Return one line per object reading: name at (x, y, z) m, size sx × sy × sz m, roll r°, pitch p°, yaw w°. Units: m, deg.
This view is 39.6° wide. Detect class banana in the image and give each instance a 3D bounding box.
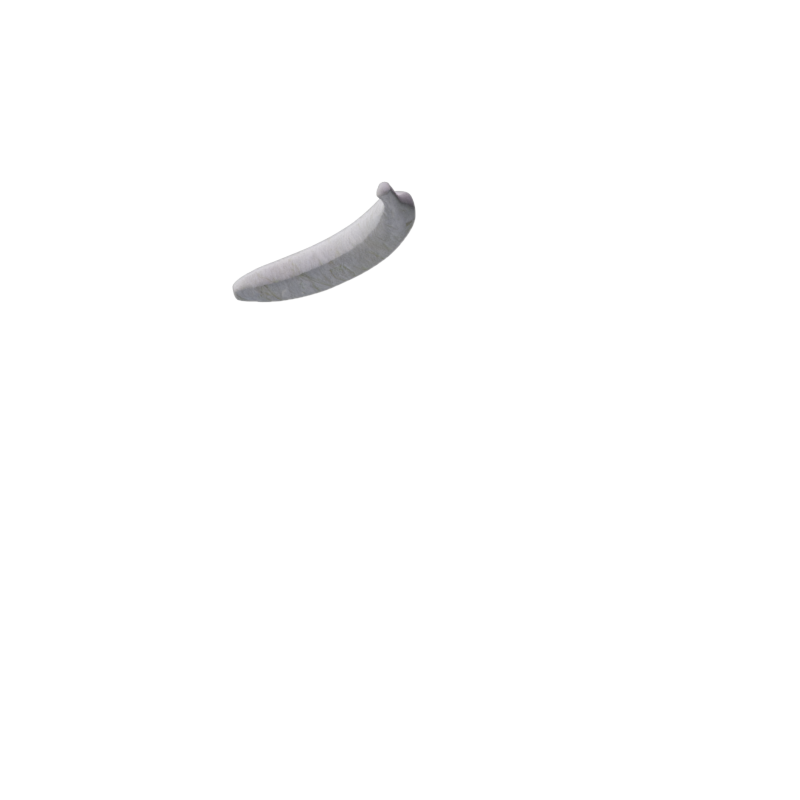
banana at (-0.050, -0.118, 0.854) m, size 0.066 × 0.039 × 0.197 m, roll 21°, pitch -34°, yaw -35°
